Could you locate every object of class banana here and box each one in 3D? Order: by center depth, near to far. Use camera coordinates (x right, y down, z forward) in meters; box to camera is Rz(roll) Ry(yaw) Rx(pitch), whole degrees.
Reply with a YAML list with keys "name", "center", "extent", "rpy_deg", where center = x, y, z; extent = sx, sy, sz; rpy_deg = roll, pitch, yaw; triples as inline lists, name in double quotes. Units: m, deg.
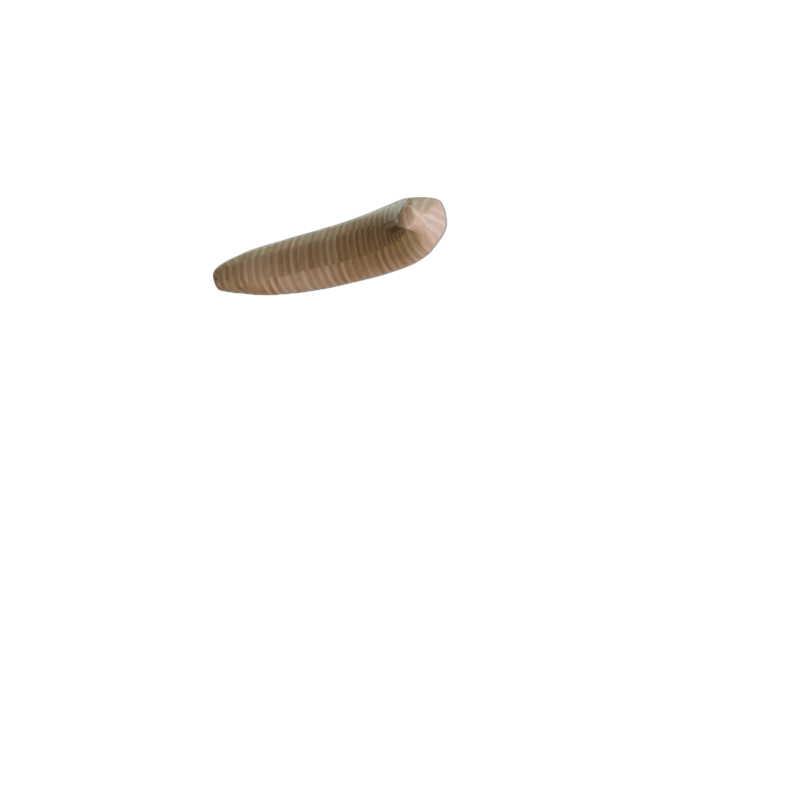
- name: "banana"
  center: [-0.035, -0.093, 0.667]
  extent: [0.066, 0.038, 0.201]
  rpy_deg: [8, -12, -39]
